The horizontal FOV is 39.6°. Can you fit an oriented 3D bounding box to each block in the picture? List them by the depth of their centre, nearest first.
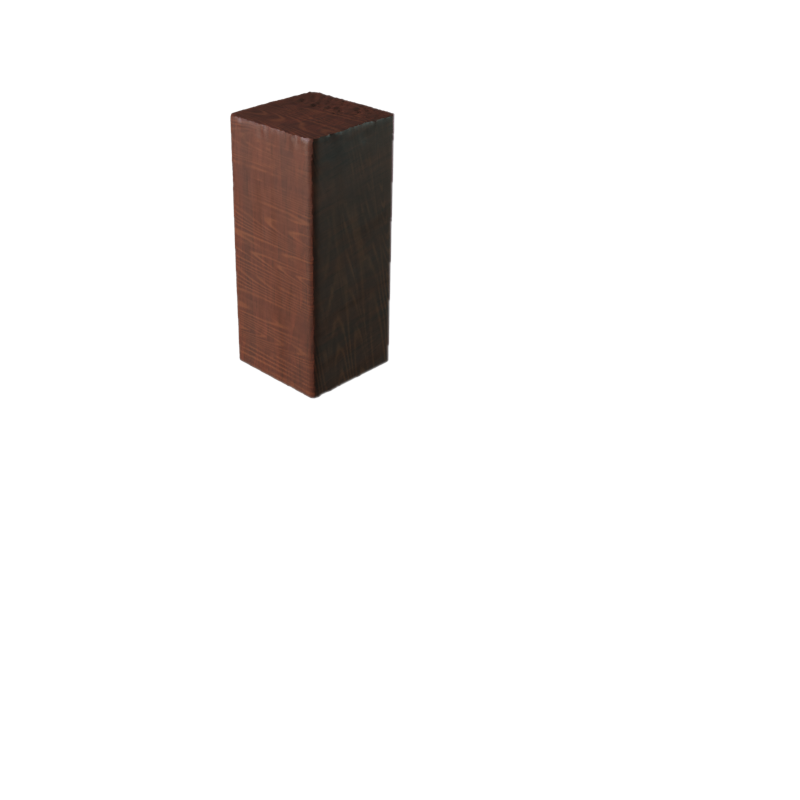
[{"bbox_3d":[-0.067,-0.122,0.852,0.096,0.195,0.089,24,34,38],"label":"block"}]
